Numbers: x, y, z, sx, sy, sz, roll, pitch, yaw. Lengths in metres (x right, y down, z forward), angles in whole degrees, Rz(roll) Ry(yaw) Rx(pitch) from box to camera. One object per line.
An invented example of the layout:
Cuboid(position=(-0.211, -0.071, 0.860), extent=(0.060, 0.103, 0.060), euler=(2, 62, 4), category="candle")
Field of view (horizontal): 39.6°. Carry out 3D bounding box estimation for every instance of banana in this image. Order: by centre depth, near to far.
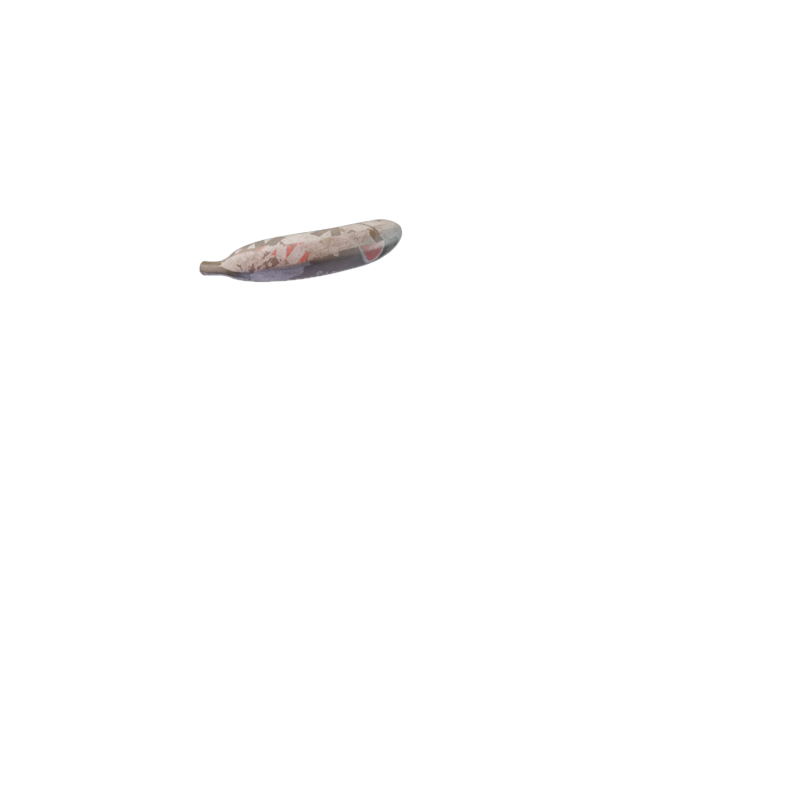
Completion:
Cuboid(position=(-0.068, -0.129, 0.938), extent=(0.193, 0.035, 0.074), euler=(-14, 26, -29), category="banana")
